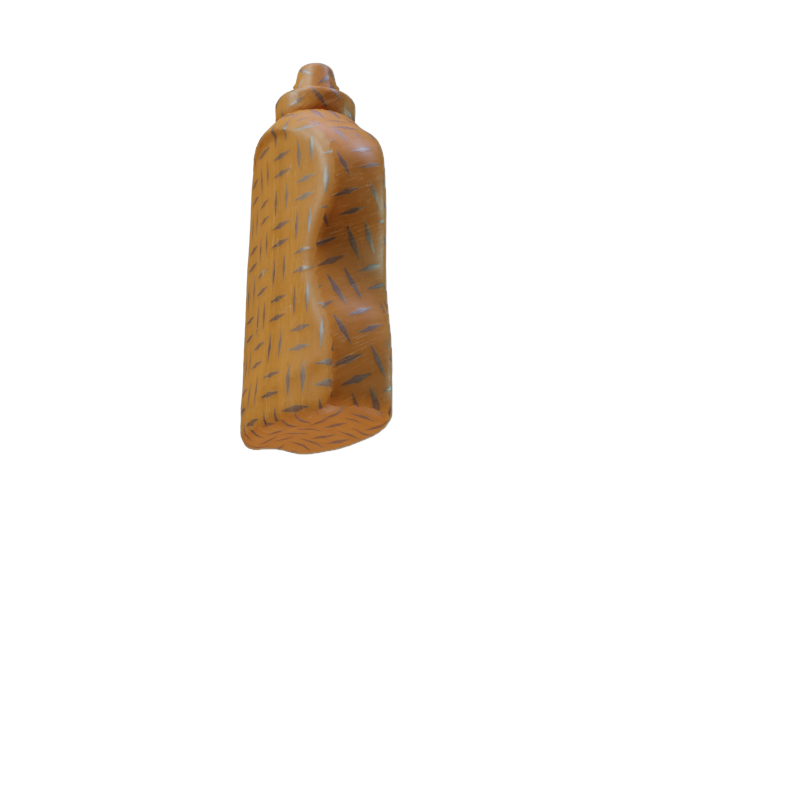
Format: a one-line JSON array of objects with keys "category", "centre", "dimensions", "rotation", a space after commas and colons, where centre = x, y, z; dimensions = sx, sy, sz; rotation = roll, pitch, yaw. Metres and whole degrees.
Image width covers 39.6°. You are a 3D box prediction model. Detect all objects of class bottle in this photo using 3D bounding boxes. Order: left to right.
[{"category": "bottle", "centre": [-0.042, -0.076, 0.536], "dimensions": [0.056, 0.201, 0.095], "rotation": [9, -23, -26]}]
